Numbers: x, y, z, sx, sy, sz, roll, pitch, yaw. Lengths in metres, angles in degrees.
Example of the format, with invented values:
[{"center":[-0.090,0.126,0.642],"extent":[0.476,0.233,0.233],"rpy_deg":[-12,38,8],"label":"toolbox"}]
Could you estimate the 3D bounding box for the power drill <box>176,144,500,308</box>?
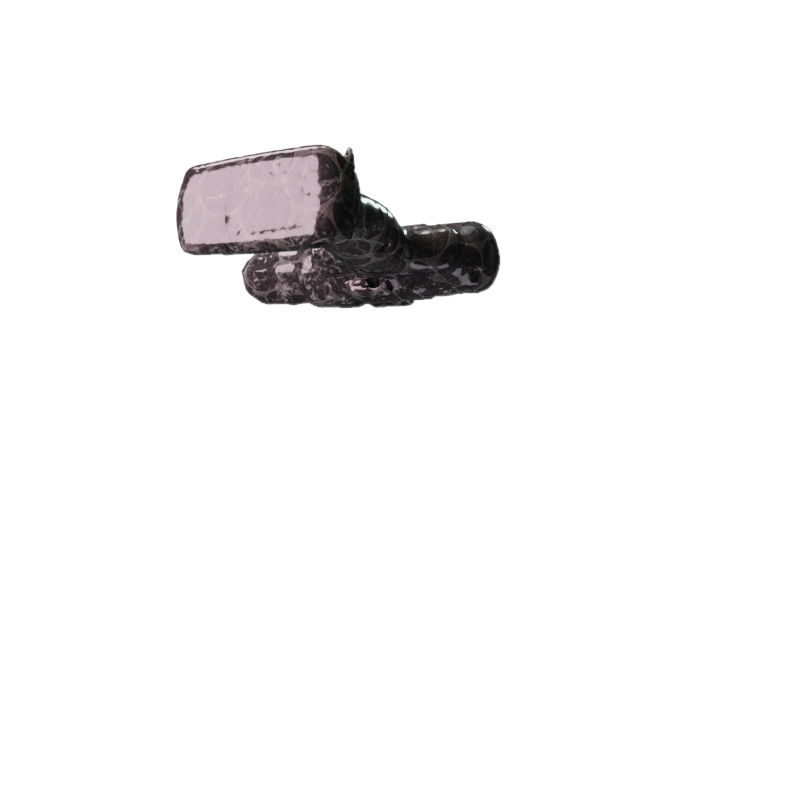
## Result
[{"center":[-0.053,-0.097,0.679],"extent":[0.189,0.059,0.178],"rpy_deg":[-4,-8,27],"label":"power drill"}]
